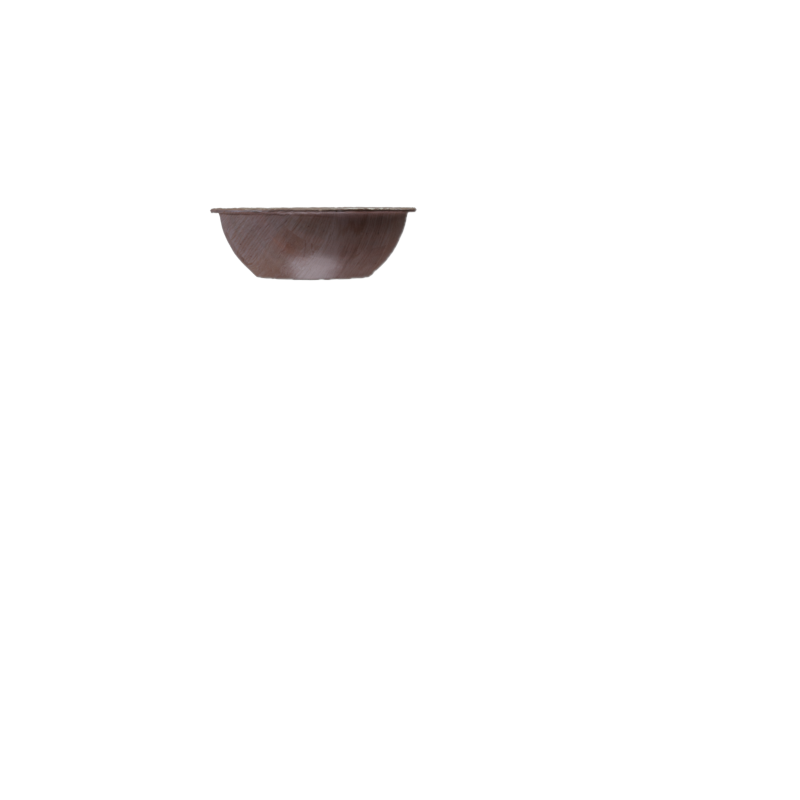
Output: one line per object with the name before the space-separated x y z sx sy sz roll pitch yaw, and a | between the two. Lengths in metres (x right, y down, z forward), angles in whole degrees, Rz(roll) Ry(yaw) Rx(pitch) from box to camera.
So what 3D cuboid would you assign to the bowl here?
bowl | -0.068 -0.124 0.870 0.162 0.054 0.165 0 9 -2
